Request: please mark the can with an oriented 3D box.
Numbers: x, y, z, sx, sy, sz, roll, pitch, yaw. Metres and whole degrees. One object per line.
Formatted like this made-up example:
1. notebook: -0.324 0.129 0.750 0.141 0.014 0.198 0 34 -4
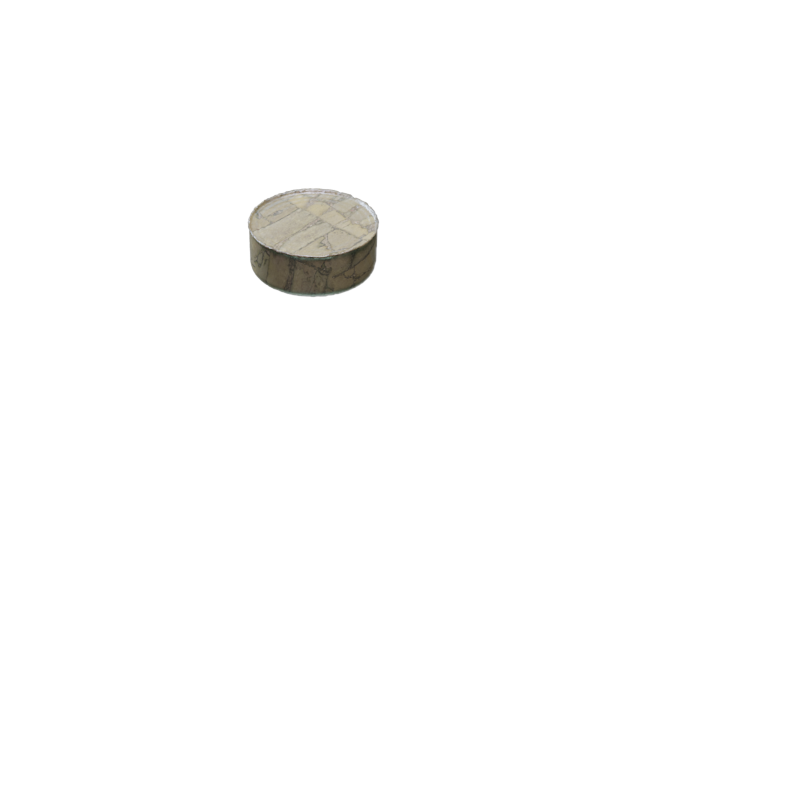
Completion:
1. can: -0.057 -0.105 0.734 0.086 0.031 0.092 -1 37 -2
